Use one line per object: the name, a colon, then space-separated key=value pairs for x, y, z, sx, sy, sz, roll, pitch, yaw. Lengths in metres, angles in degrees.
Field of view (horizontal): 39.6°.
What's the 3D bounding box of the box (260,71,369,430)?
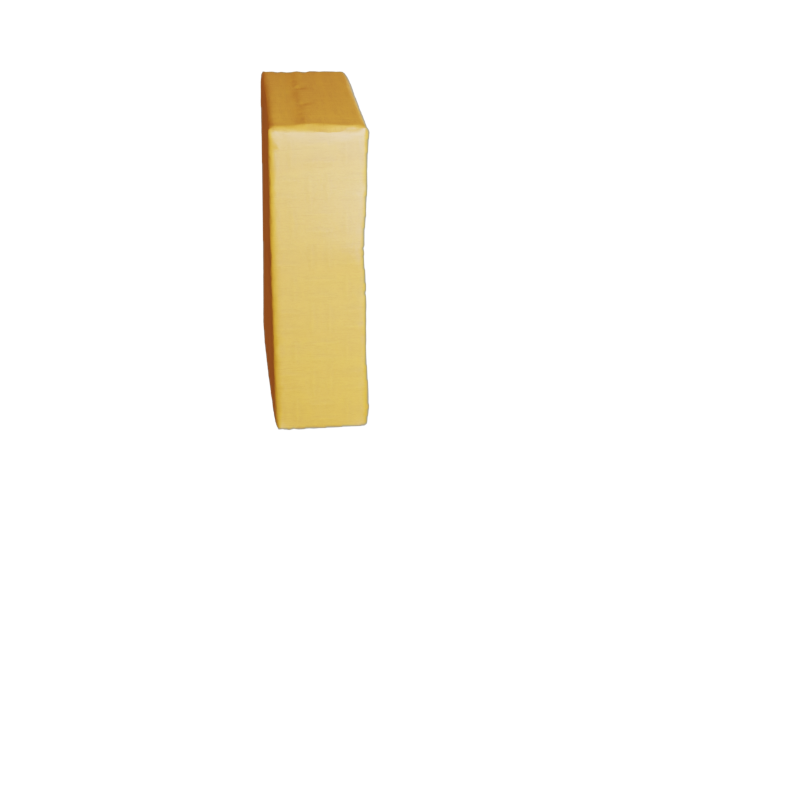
box: x=-0.062 y=-0.113 z=0.789 sx=0.071 sy=0.203 sz=0.174 roll=-2 pitch=25 yaw=-8
